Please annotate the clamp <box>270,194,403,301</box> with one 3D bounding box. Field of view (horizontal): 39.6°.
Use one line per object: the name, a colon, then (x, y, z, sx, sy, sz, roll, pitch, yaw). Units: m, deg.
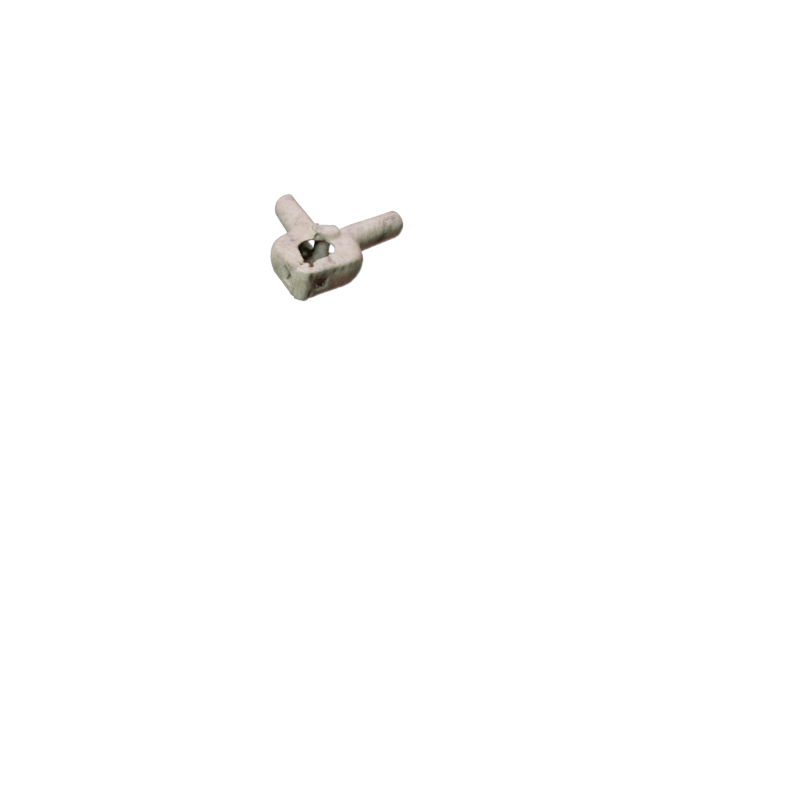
clamp: (-0.077, -0.140, 0.978, 0.124, 0.037, 0.176, 9, 28, 16)
